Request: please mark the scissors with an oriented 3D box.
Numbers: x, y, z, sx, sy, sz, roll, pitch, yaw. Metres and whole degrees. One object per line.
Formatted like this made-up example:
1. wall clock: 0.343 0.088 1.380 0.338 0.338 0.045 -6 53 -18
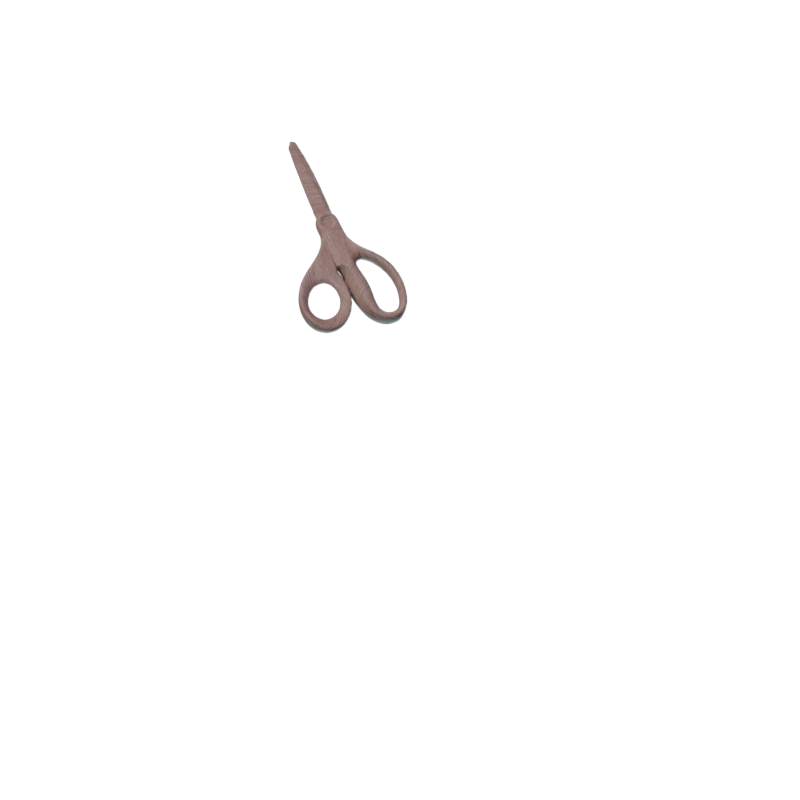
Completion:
1. scissors: -0.073 -0.134 0.938 0.096 0.215 0.015 -31 -27 -18
